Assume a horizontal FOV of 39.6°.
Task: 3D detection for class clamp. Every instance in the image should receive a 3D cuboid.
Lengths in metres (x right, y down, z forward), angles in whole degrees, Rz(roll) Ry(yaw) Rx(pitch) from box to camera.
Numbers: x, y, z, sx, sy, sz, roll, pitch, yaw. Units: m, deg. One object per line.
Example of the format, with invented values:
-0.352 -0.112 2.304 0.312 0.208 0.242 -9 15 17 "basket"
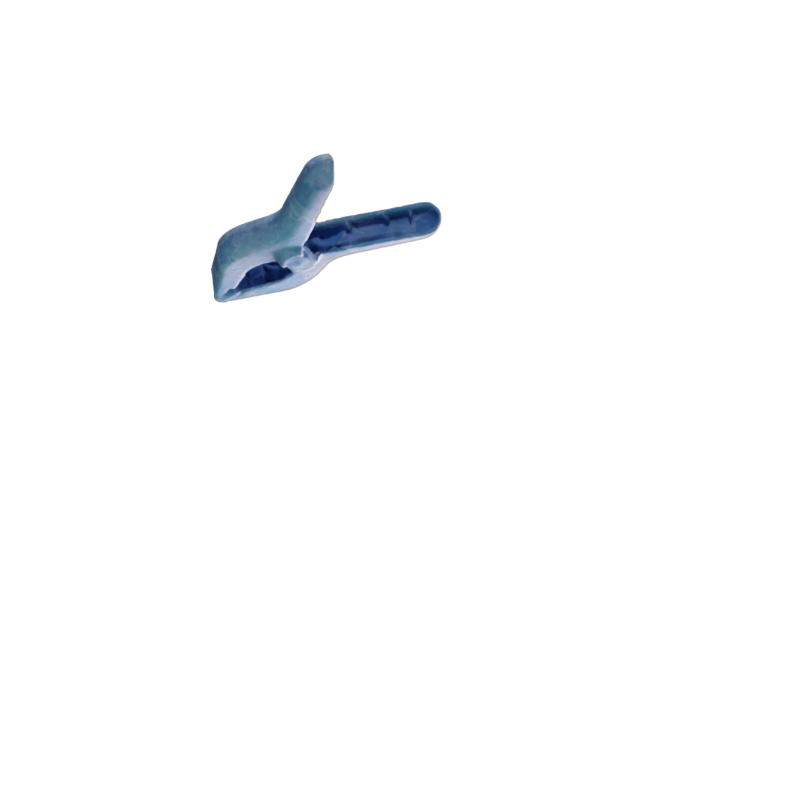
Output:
-0.059 -0.108 0.758 0.113 0.041 0.171 19 -30 -36 "clamp"
